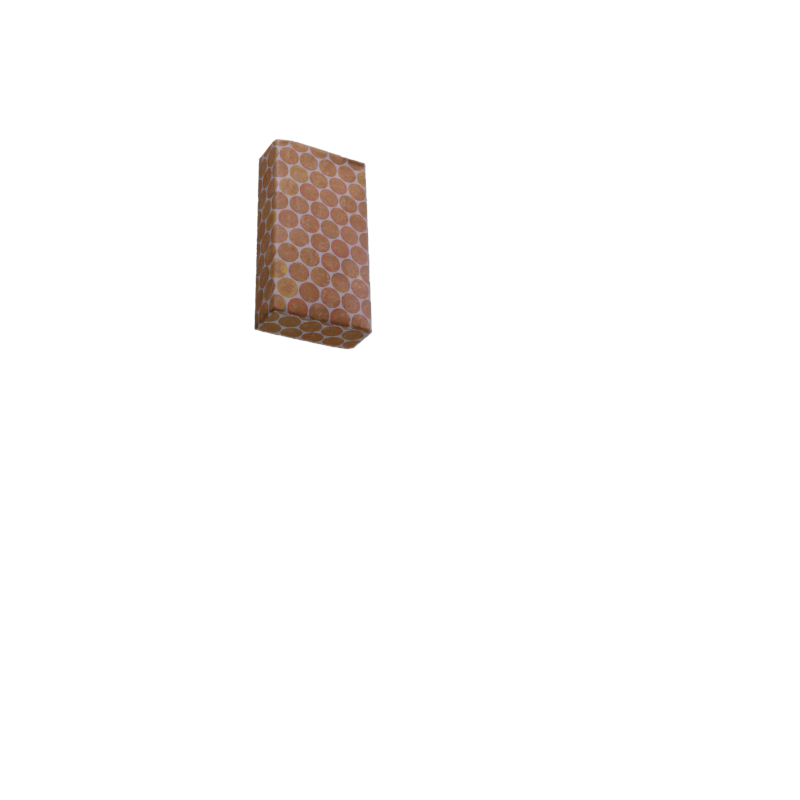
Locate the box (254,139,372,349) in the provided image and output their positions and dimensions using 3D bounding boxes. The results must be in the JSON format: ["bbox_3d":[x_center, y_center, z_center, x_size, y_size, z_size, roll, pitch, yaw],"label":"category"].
[{"bbox_3d":[-0.075,-0.136,0.953,0.090,0.187,0.047,12,-31,-25],"label":"box"}]
